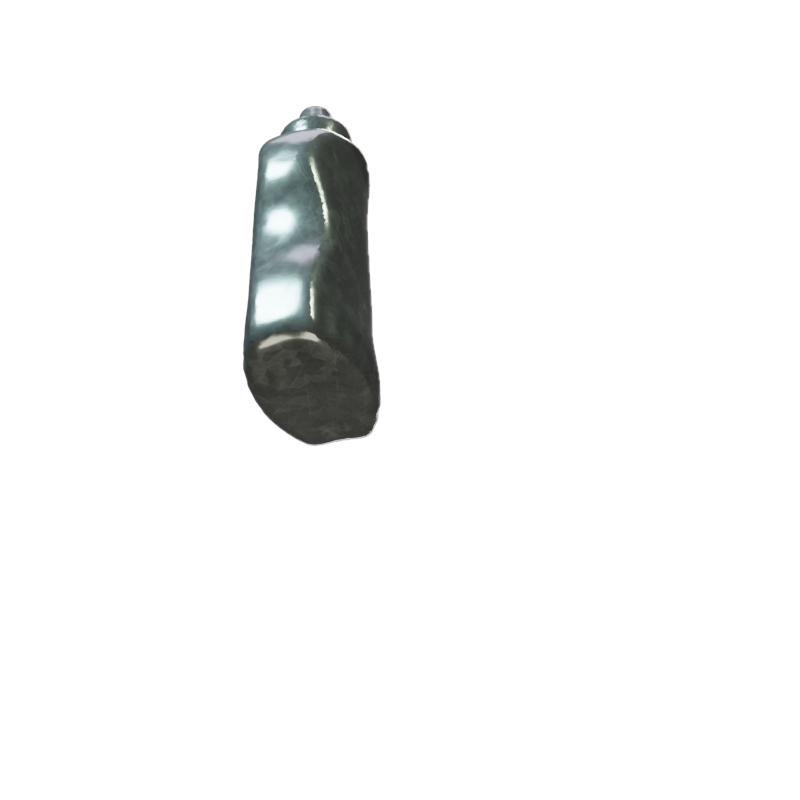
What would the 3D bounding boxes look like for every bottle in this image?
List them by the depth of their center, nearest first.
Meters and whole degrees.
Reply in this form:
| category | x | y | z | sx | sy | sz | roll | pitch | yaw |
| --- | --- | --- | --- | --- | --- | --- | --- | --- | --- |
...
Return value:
| category | x | y | z | sx | sy | sz | roll | pitch | yaw |
| --- | --- | --- | --- | --- | --- | --- | --- | --- | --- |
| bottle | -0.044 | -0.081 | 0.568 | 0.059 | 0.206 | 0.088 | -13 | -40 | 12 |
